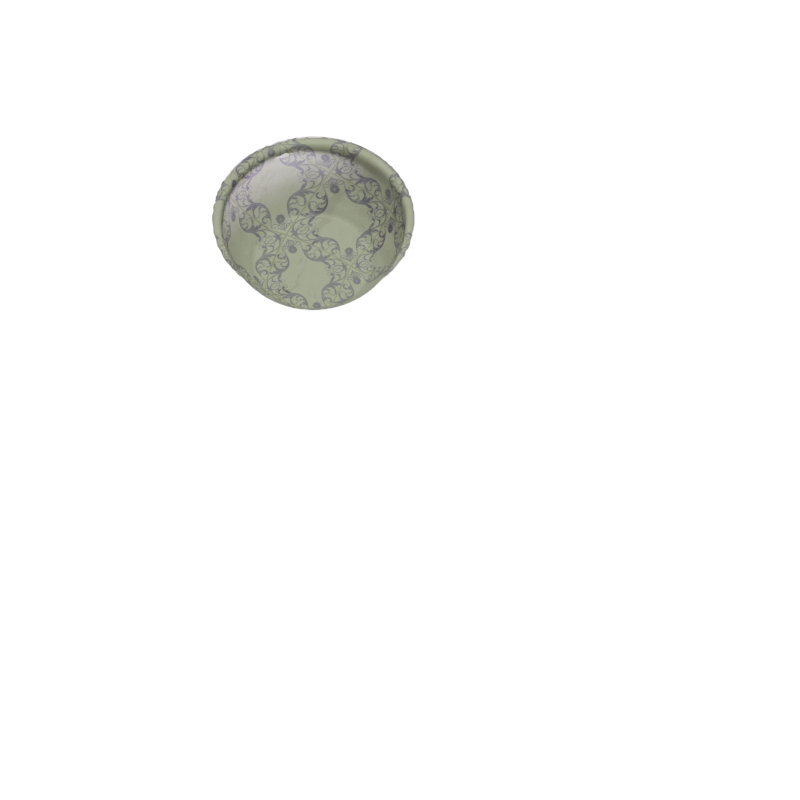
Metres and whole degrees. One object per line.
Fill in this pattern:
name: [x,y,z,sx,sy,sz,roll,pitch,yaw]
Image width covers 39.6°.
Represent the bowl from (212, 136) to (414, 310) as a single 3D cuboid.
bowl: [-0.068,-0.124,0.865,0.162,0.151,0.059,1,39,-1]
